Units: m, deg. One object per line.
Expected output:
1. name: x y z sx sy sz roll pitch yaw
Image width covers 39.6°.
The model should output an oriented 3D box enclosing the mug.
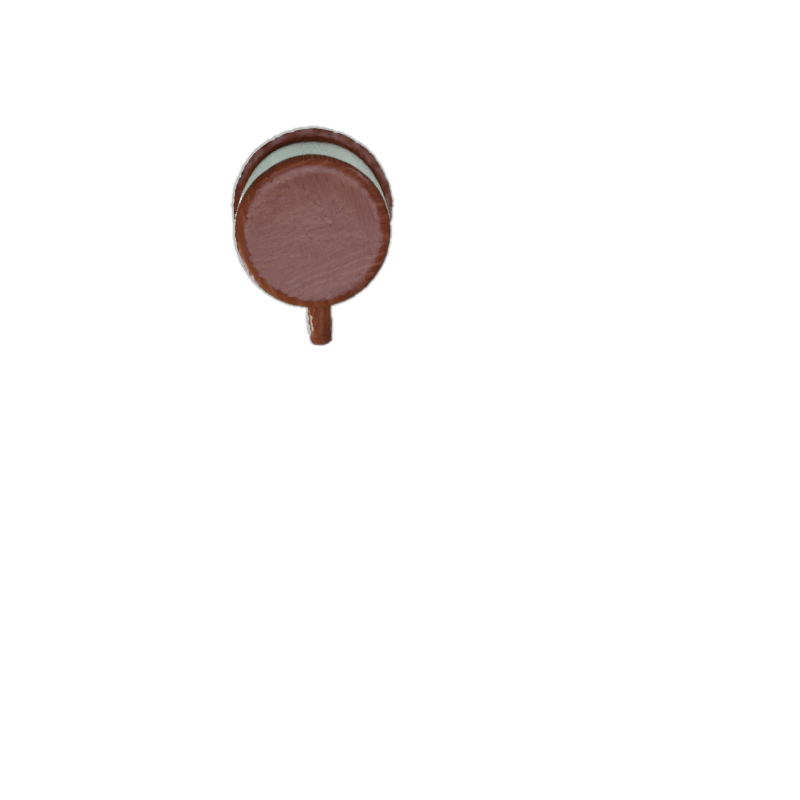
1. mug: -0.048 -0.087 0.608 0.093 0.114 0.084 -1 15 -2
